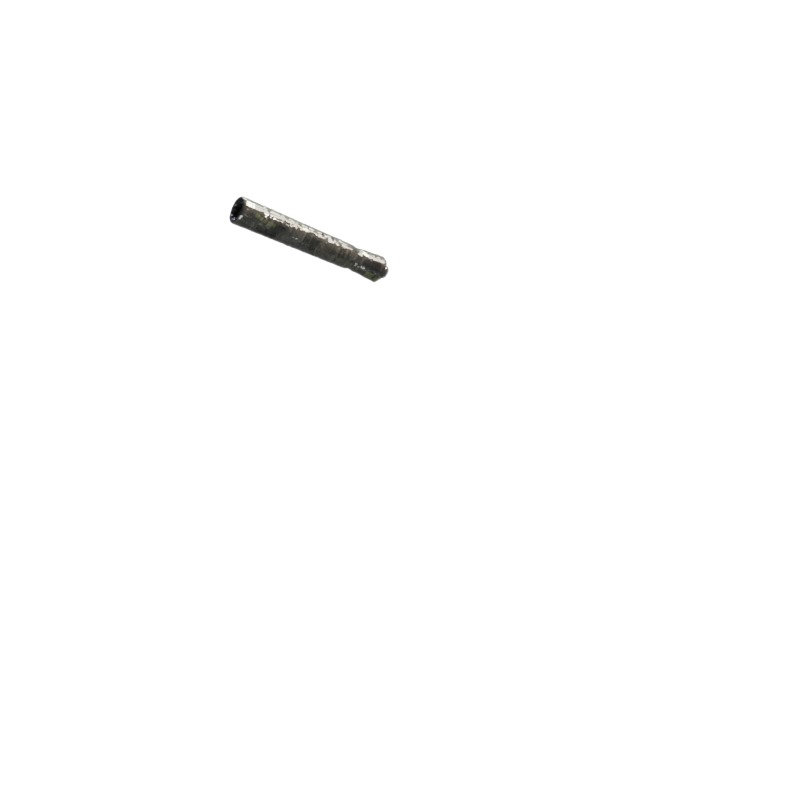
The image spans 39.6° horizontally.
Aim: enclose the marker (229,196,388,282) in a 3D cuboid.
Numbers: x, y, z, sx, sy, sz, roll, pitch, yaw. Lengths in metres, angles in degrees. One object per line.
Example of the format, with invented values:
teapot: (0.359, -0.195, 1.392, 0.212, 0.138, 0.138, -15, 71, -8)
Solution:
marker: (-0.058, -0.107, 0.747, 0.115, 0.020, 0.020, 20, -6, -28)
